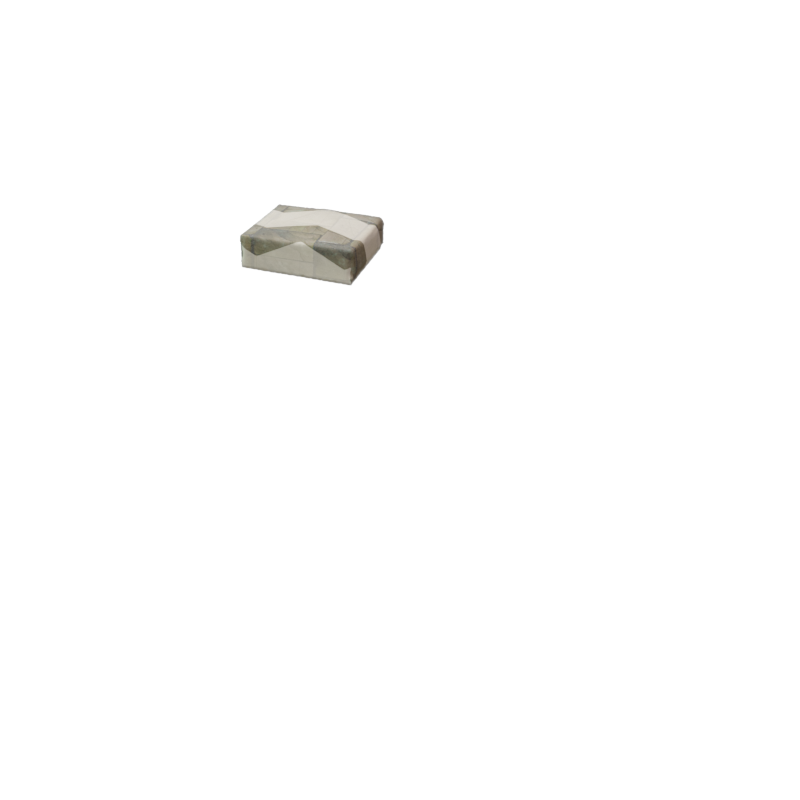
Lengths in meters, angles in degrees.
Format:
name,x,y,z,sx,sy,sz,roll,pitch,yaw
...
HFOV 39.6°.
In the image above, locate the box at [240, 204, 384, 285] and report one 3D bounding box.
name,x,y,z,sx,sy,sz,roll,pitch,yaw
box,-0.065,-0.119,0.832,0.092,0.029,0.075,9,29,17
